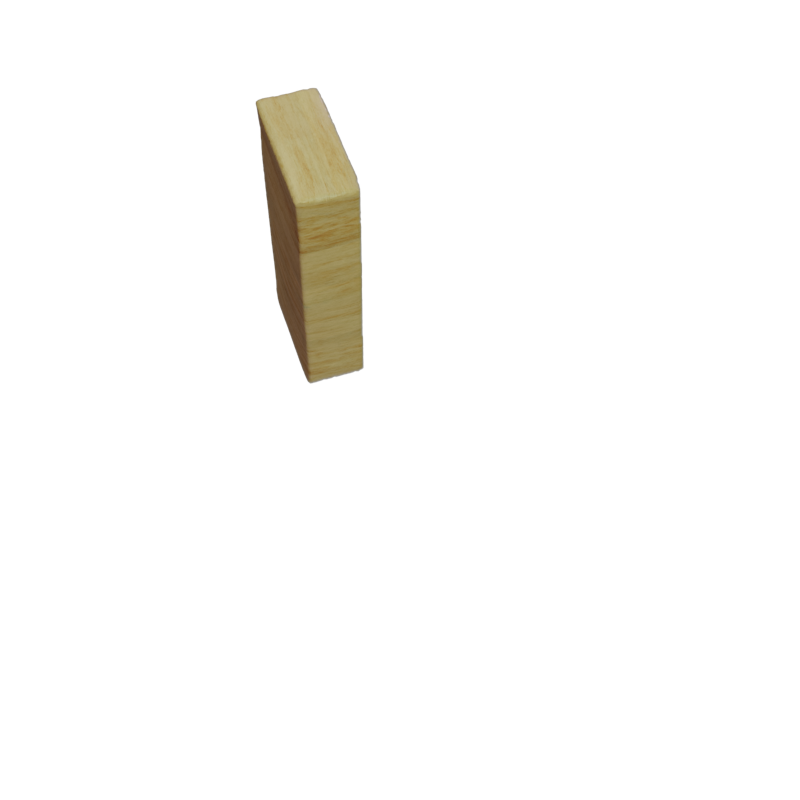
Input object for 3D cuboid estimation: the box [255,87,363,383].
[{"bbox_3d":[-0.055,-0.100,0.701,0.048,0.101,0.165,-12,-35,-13],"label":"box"}]
